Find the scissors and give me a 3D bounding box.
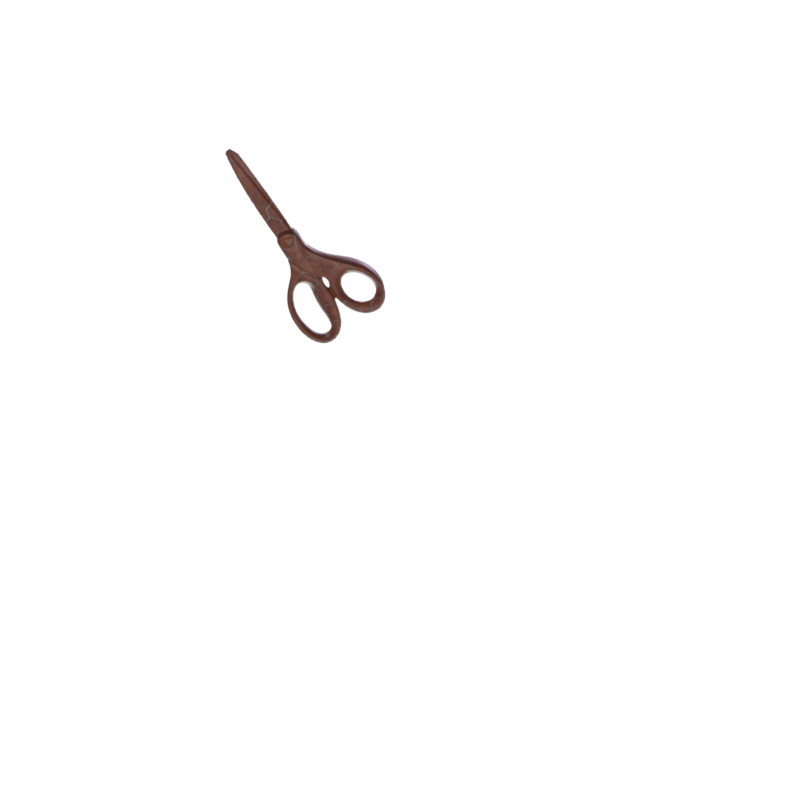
[{"bbox_3d":[-0.074,-0.135,0.946,0.097,0.188,0.017,-12,31,7],"label":"scissors"}]
